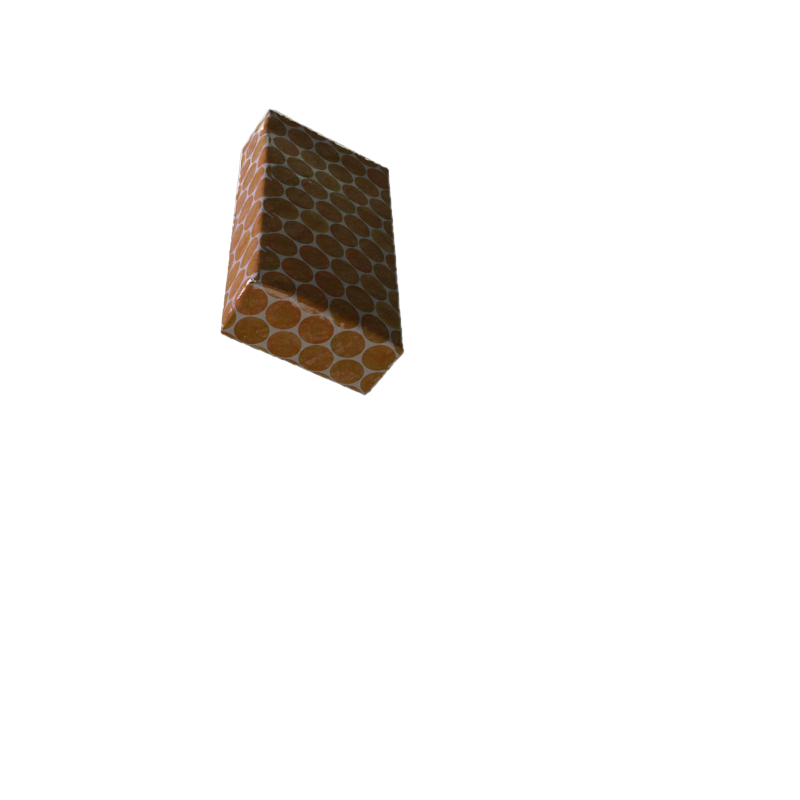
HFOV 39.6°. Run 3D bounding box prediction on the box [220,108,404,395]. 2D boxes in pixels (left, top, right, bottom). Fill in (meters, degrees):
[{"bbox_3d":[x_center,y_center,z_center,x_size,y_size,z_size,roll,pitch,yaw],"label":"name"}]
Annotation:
[{"bbox_3d":[-0.051,-0.092,0.647,0.090,0.047,0.189,23,34,-21],"label":"box"}]
